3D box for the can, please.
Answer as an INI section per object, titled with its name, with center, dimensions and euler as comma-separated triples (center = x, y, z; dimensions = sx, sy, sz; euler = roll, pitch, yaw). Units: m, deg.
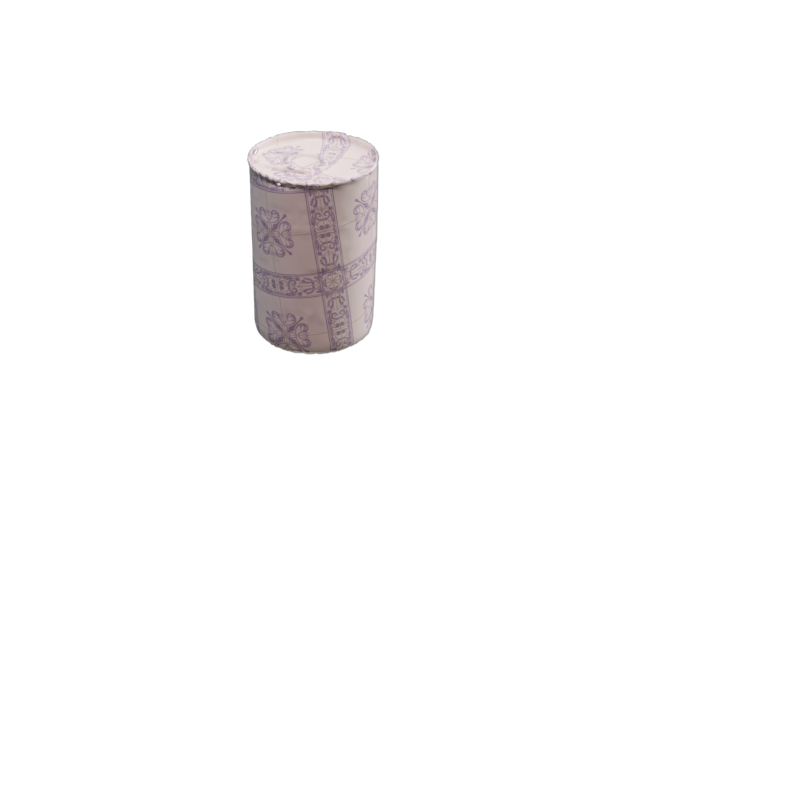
[can]
center = -0.046, -0.085, 0.593
dimensions = 0.068, 0.096, 0.073
euler = 0, 32, -3
